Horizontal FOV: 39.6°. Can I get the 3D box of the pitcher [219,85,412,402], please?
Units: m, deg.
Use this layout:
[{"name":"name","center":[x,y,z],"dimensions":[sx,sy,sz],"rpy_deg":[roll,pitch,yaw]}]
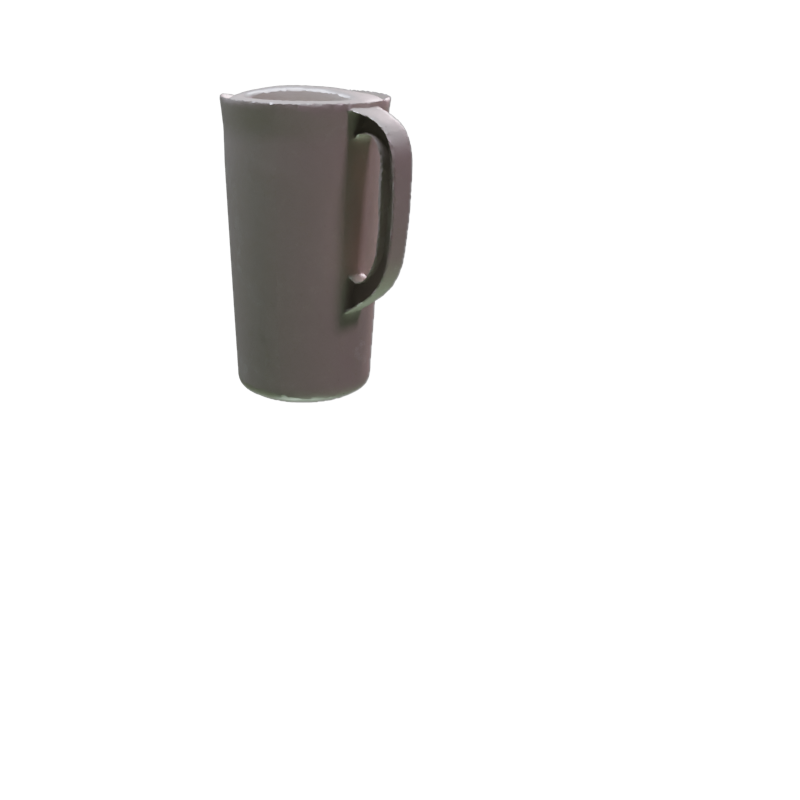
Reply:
[{"name":"pitcher","center":[-0.068,-0.125,0.874],"dimensions":[0.145,0.235,0.154],"rpy_deg":[0,15,-2]}]
